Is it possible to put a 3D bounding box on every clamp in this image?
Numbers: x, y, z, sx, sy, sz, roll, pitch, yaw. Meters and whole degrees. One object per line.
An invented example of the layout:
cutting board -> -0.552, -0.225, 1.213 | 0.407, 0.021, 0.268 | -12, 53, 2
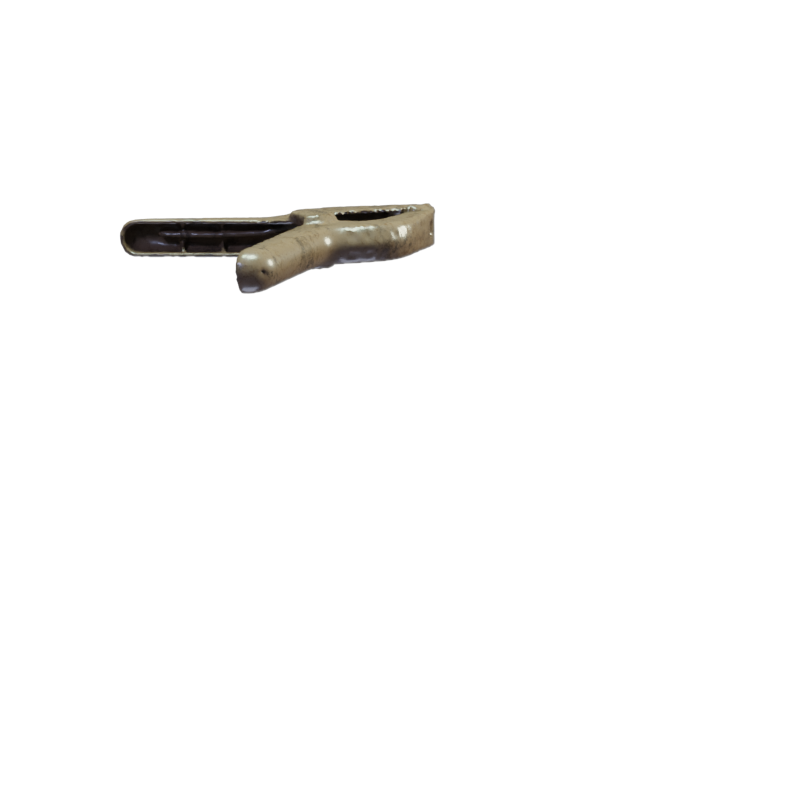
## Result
clamp -> -0.056, -0.102, 0.712 | 0.205, 0.035, 0.174 | -10, 20, -28
